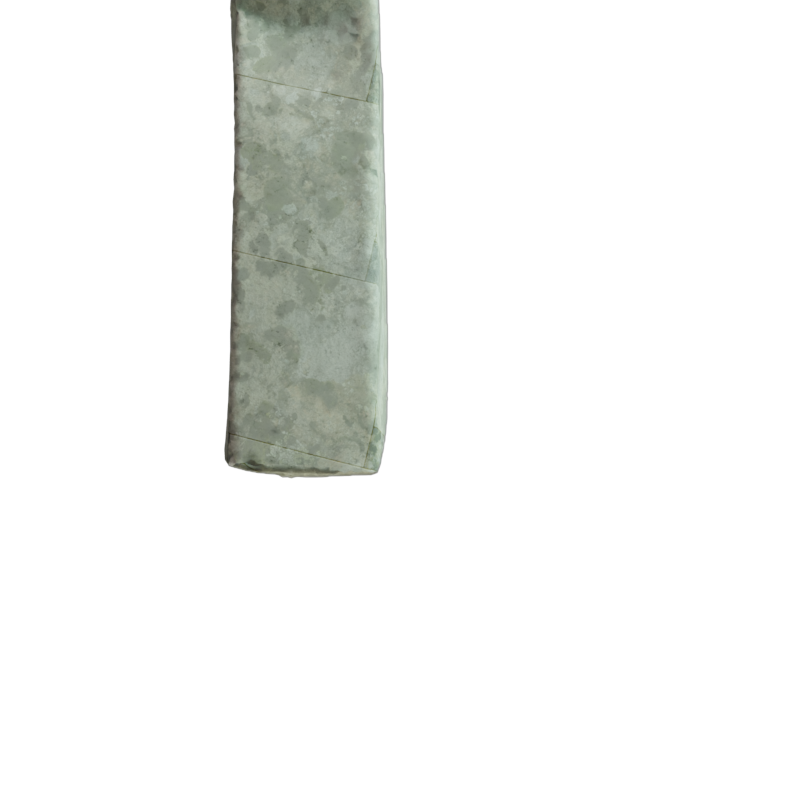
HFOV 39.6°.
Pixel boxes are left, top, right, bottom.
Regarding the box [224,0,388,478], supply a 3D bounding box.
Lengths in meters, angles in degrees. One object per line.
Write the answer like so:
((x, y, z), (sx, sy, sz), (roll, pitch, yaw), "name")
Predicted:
((-0.042, -0.077, 0.541), (0.072, 0.217, 0.162), (0, -4, 0), "box")
